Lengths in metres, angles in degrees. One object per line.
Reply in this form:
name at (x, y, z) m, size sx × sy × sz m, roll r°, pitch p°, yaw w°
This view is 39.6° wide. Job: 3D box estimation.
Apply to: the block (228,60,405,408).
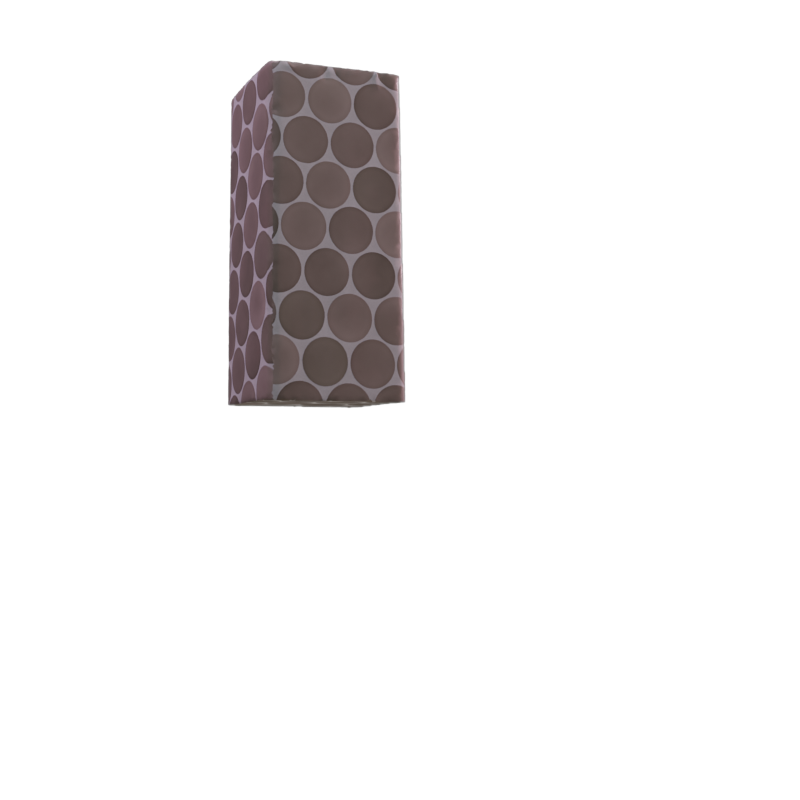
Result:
block at (-0.056, -0.101, 0.709) m, size 0.088 × 0.211 × 0.091 m, roll 3°, pitch -10°, yaw -22°
